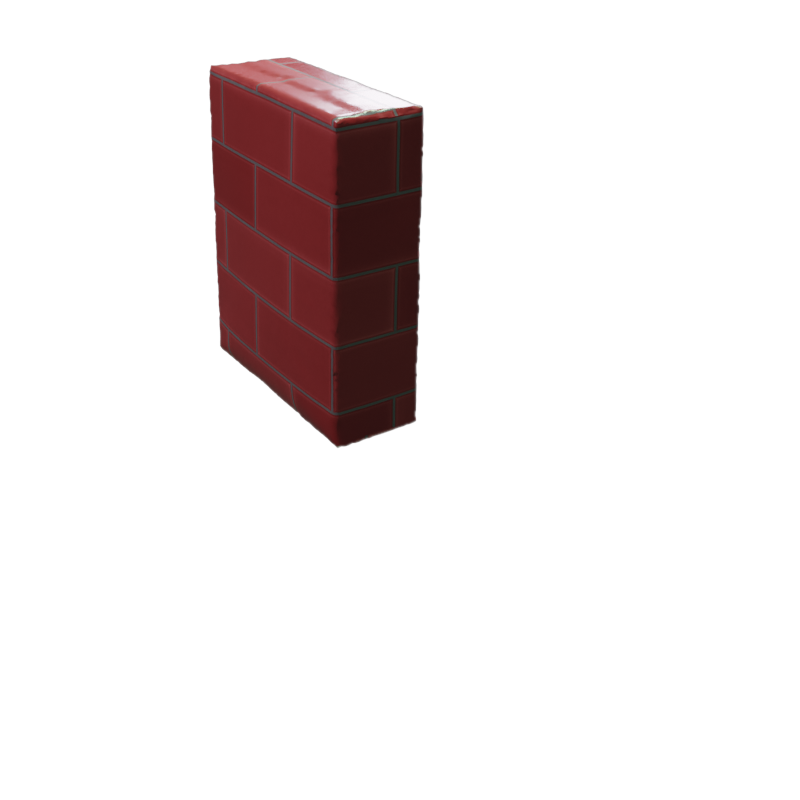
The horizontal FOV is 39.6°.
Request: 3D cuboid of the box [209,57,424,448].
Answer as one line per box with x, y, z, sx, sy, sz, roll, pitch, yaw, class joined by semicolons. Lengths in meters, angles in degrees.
-0.057;-0.104;0.728;0.070;0.203;0.176;-13;29;-30;box
